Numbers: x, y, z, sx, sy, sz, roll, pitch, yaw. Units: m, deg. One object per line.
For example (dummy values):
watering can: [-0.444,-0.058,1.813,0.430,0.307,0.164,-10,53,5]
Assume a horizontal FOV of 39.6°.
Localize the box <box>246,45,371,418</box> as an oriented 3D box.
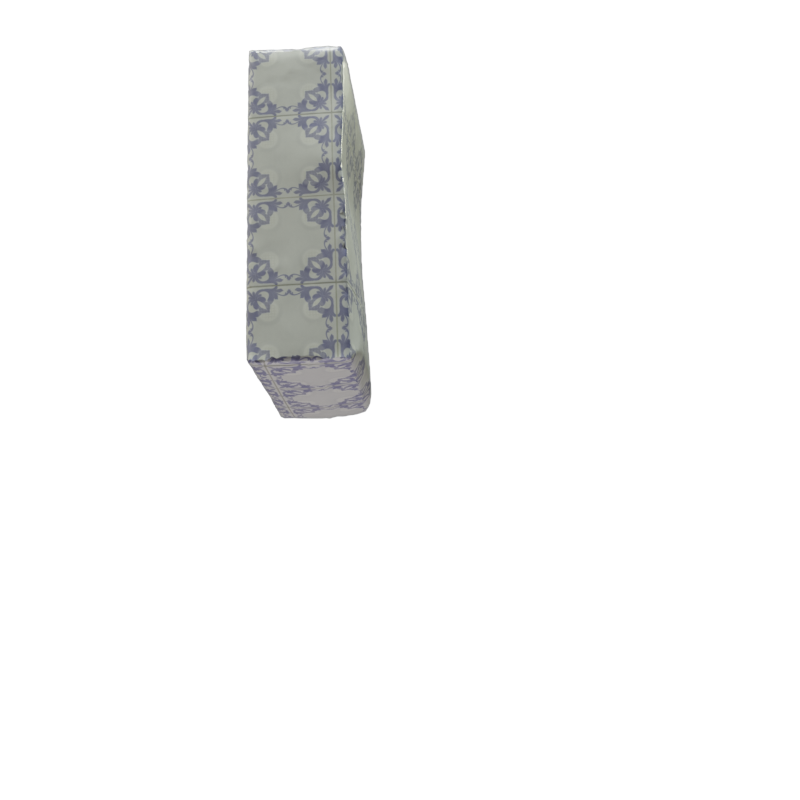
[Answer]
box: [-0.059,-0.108,0.759,0.072,0.224,0.156,-2,-18,2]
